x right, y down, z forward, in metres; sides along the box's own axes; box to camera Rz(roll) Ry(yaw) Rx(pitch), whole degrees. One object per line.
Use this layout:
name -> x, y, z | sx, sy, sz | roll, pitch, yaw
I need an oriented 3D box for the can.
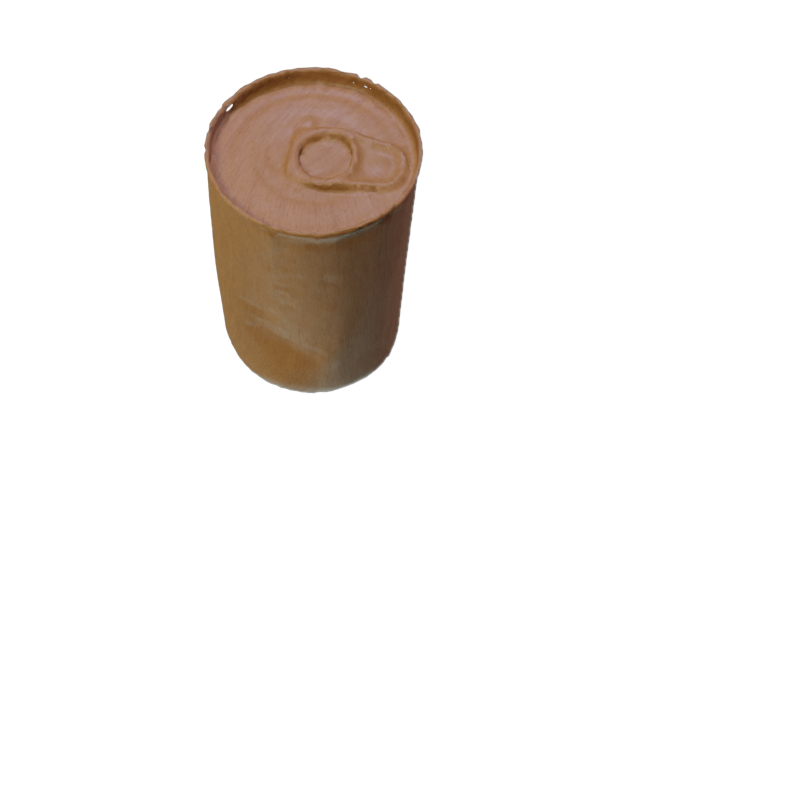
can -> -0.030, -0.055, 0.383 | 0.068, 0.073, 0.096 | 0, -31, -3
